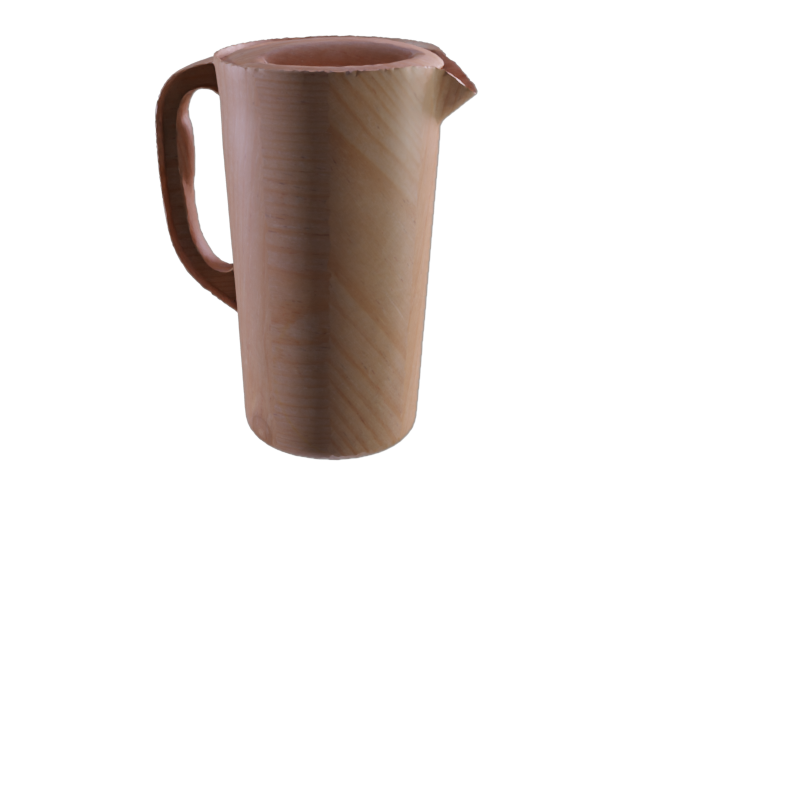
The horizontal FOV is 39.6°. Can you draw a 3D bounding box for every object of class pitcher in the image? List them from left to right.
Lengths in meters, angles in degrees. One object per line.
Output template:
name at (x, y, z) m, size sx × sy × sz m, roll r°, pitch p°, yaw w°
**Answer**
pitcher at (-0.052, -0.095, 0.665) m, size 0.142 × 0.232 × 0.159 m, roll -12°, pitch 25°, yaw -32°
